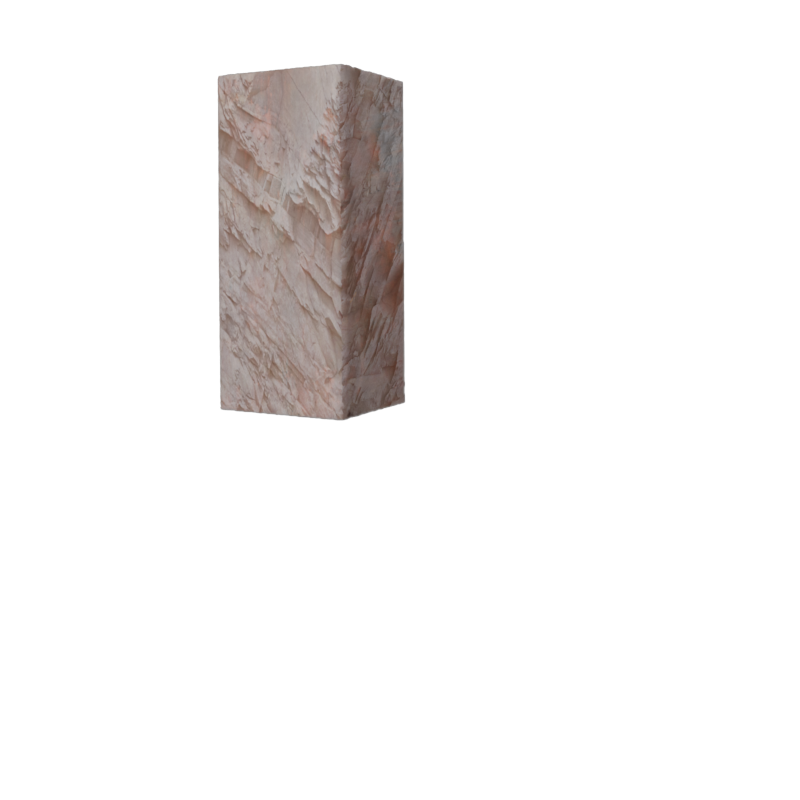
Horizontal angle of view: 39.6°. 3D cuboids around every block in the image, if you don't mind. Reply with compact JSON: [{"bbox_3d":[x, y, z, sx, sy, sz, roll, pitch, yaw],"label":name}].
[{"bbox_3d":[-0.055,-0.100,0.697,0.094,0.206,0.087,1,2,28],"label":"block"}]
